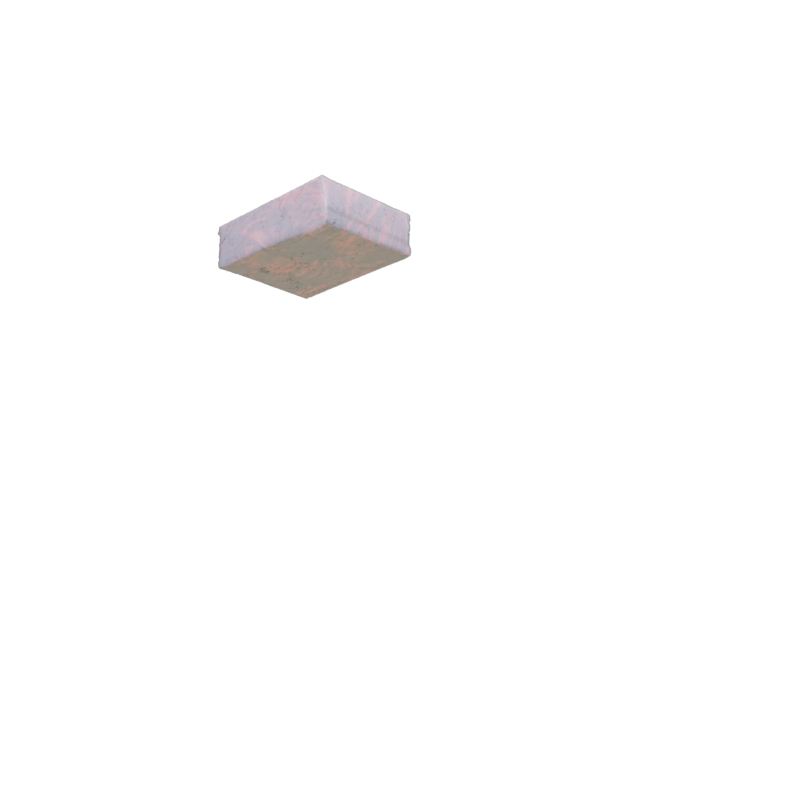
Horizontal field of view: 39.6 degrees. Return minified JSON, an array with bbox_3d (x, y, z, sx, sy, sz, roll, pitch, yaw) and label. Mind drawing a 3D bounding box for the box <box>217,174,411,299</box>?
[{"bbox_3d":[-0.062,-0.114,0.797,0.115,0.041,0.085,-15,-23,41],"label":"box"}]
